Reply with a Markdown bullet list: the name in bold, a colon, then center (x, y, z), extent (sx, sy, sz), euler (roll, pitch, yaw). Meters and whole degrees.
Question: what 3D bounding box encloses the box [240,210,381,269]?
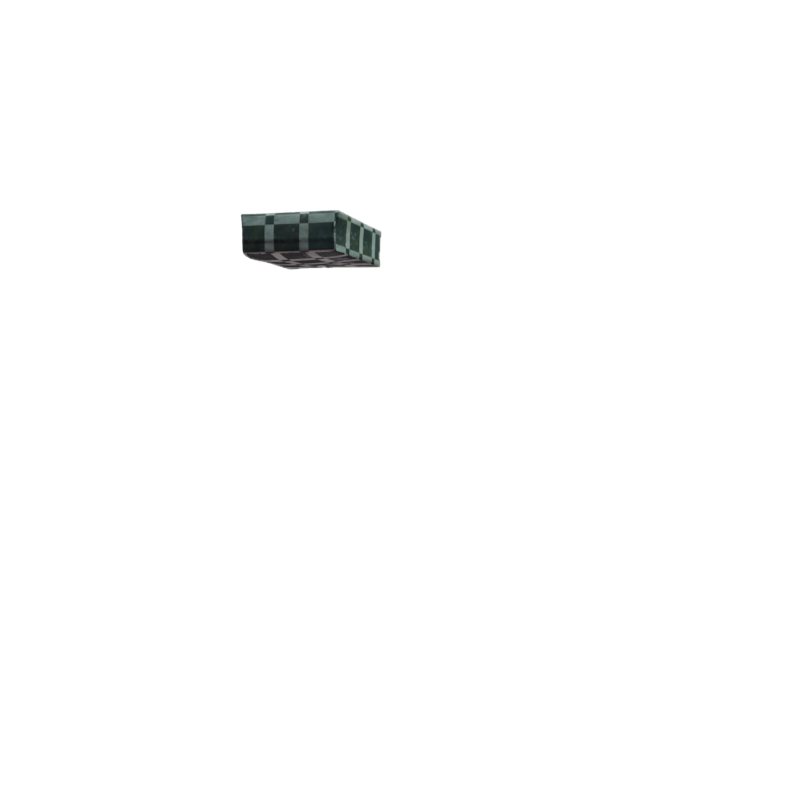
- **box**: center (-0.076, -0.138, 0.964), extent (0.092, 0.039, 0.110), euler (0, 0, 19)
